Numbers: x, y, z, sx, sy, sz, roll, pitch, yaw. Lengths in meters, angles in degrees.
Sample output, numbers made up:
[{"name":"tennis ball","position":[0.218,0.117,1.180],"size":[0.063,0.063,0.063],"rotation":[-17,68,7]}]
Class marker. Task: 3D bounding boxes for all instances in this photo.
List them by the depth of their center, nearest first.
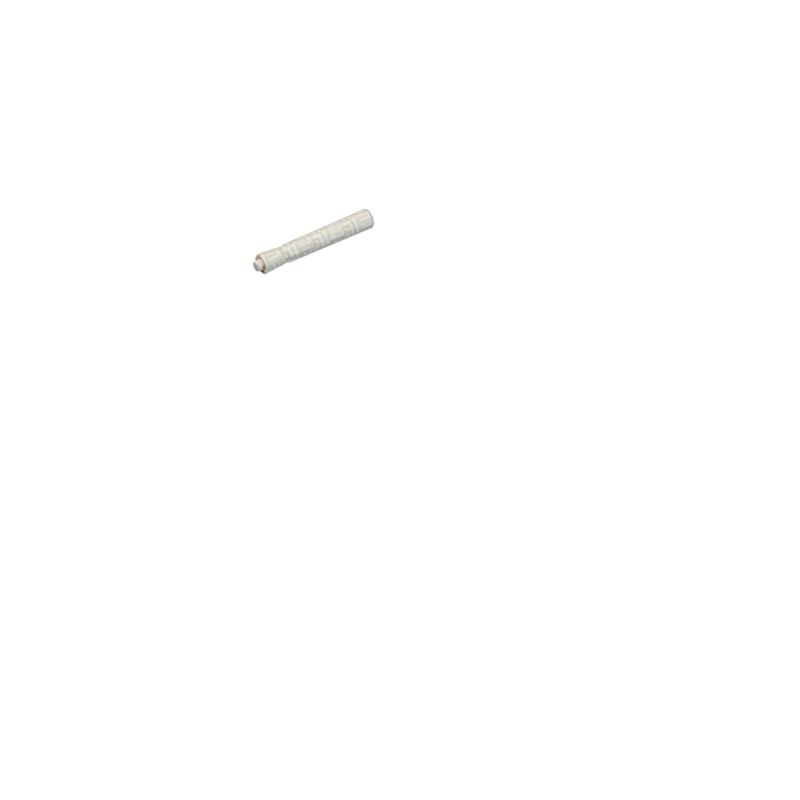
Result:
[{"name":"marker","position":[-0.077,-0.141,0.984],"size":[0.120,0.019,0.020],"rotation":[-27,16,-25]}]
